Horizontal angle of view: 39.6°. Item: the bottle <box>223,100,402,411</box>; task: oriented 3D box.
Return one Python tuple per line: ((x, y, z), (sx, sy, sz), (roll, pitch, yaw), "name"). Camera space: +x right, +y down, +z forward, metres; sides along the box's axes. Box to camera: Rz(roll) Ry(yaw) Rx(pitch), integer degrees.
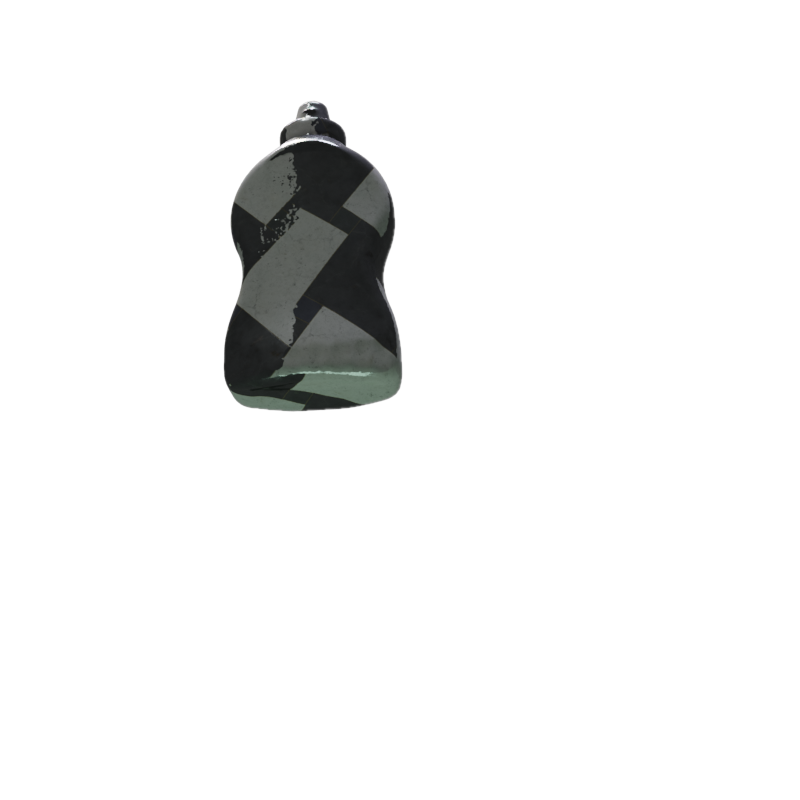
((-0.051, -0.092, 0.646), (0.097, 0.204, 0.054), (-6, -28, 7), "bottle")
